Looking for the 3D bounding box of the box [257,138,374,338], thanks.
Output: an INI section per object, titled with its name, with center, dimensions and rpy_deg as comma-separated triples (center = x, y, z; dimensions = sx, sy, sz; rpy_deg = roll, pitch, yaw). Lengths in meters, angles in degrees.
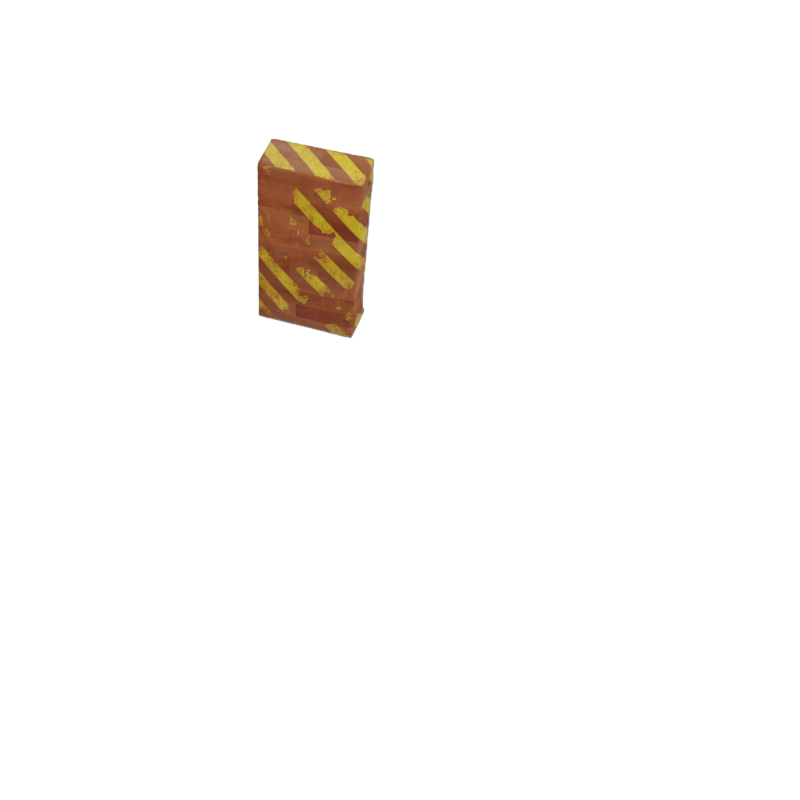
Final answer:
[box]
center = -0.076, -0.138, 0.965
dimensions = 0.095, 0.164, 0.050
rpy_deg = 14, 47, 10
